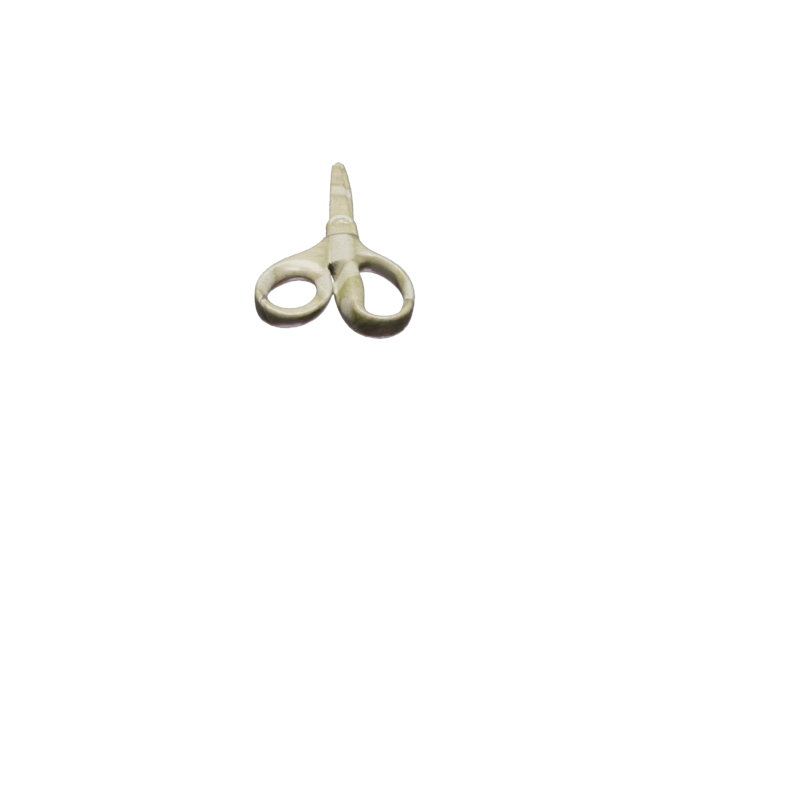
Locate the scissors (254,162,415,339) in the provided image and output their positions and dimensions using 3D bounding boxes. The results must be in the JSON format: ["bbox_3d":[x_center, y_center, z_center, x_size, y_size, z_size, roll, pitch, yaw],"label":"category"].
[{"bbox_3d":[-0.052,-0.095,0.662,0.095,0.015,0.218,-10,36,-14],"label":"scissors"}]
